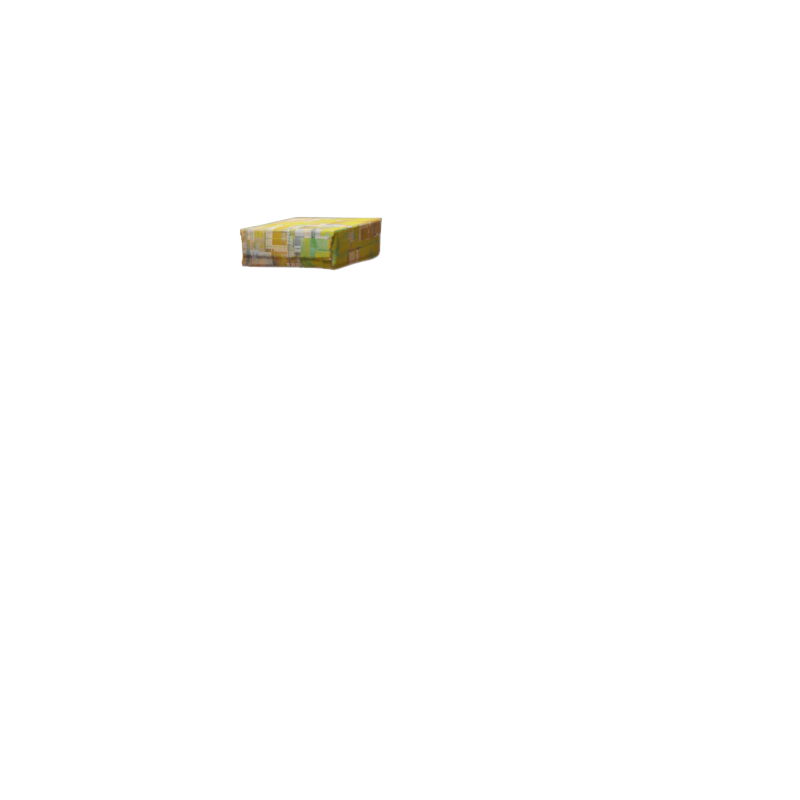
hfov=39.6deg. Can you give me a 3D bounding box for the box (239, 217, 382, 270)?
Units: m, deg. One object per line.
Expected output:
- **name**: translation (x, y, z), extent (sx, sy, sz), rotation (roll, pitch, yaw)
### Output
- **box**: translation (-0.077, -0.140, 0.982), extent (0.093, 0.038, 0.112), rotation (5, 13, 22)
